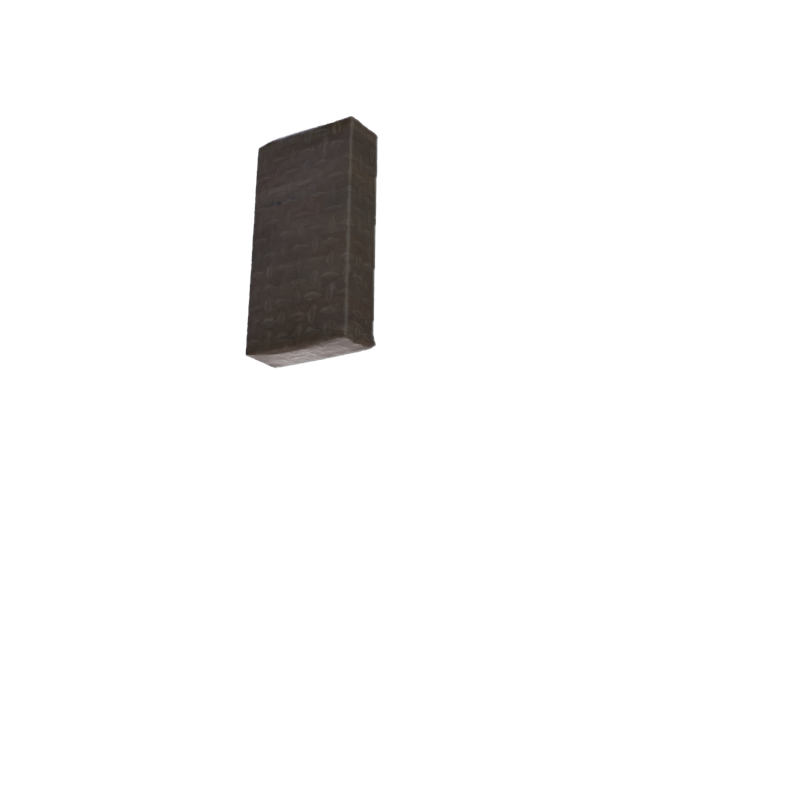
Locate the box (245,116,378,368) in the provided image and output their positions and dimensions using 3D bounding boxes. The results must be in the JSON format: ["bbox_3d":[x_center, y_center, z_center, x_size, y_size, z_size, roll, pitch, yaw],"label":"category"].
[{"bbox_3d":[-0.066,-0.119,0.835,0.095,0.185,0.045,-13,-23,30],"label":"box"}]
